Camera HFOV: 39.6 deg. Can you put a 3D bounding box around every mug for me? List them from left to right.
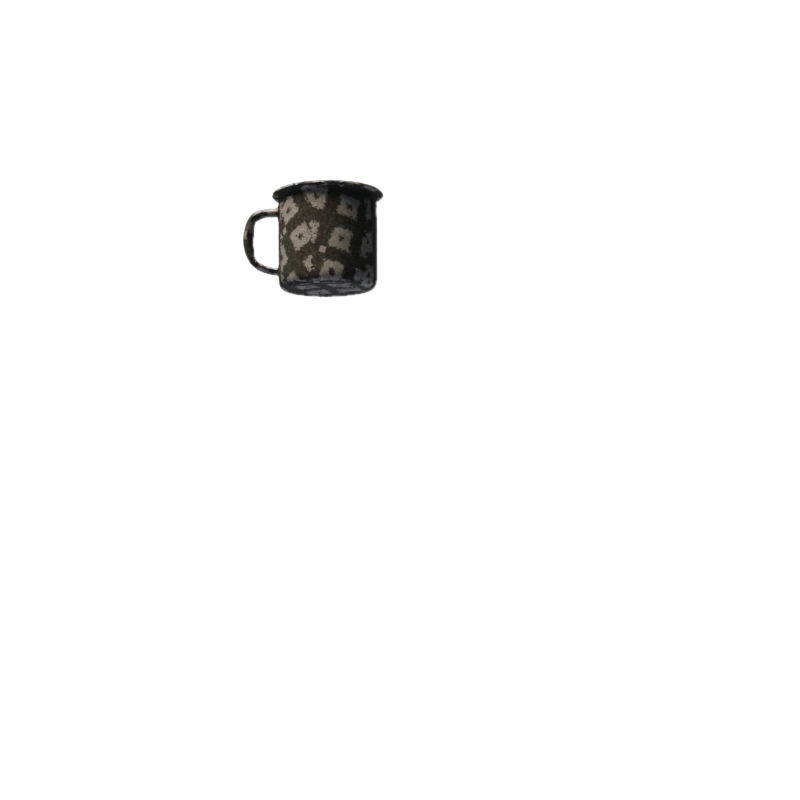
[{"bbox_3d":[-0.072,-0.131,0.921,0.117,0.084,0.091,0,-8,-1],"label":"mug"}]
